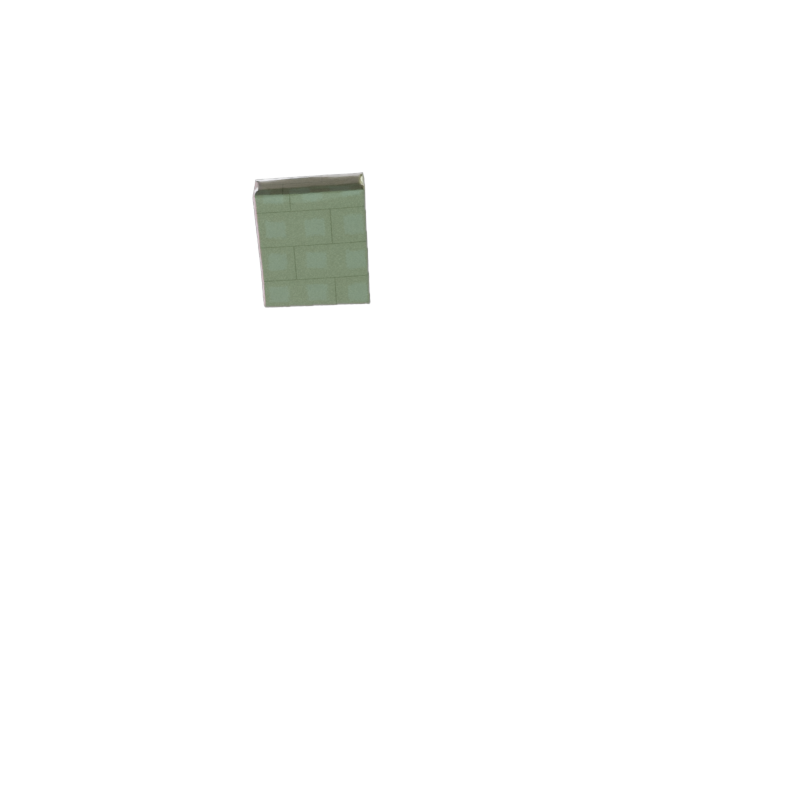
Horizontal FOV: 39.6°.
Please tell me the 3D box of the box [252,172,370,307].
[{"bbox_3d":[-0.058,-0.106,0.743,0.073,0.084,0.032,-3,31,1],"label":"box"}]
